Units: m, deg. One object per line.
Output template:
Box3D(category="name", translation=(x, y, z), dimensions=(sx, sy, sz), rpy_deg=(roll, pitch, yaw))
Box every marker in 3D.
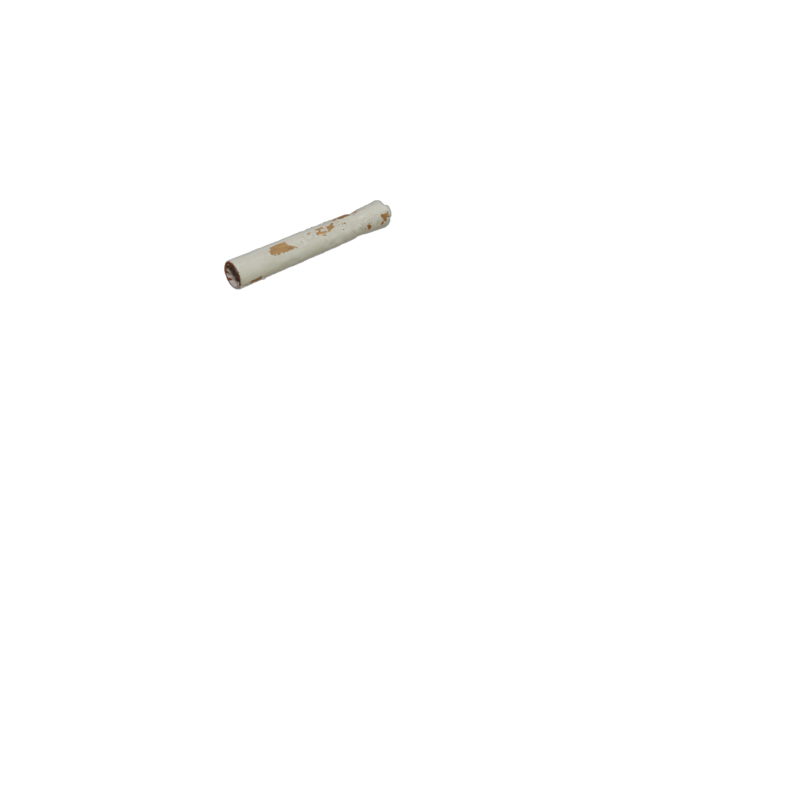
Box3D(category="marker", translation=(-0.054, -0.098, 0.687), dimensions=(0.120, 0.019, 0.021), rpy_deg=(-28, 19, -30))
